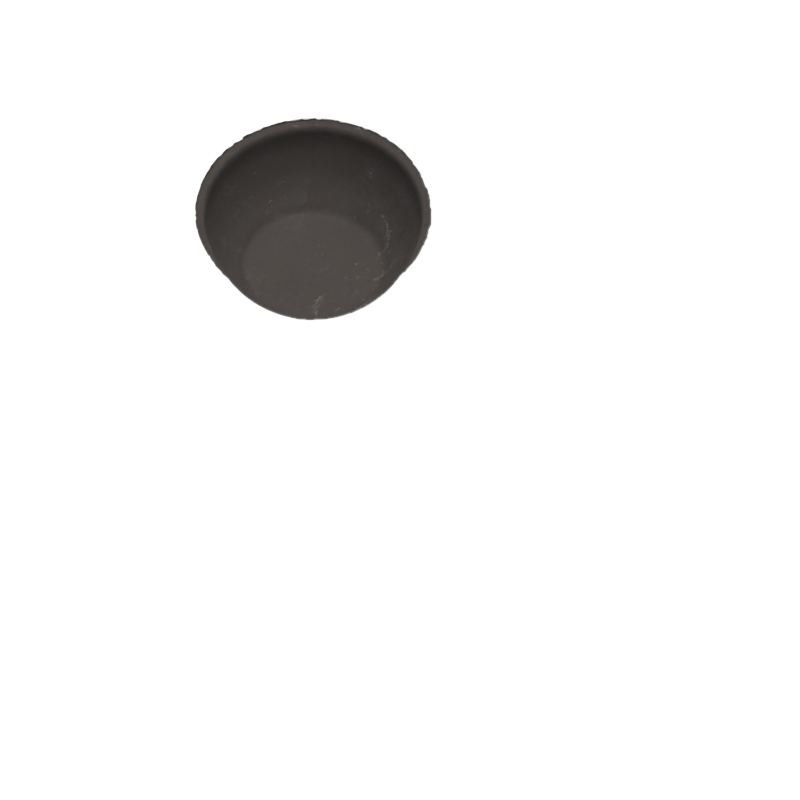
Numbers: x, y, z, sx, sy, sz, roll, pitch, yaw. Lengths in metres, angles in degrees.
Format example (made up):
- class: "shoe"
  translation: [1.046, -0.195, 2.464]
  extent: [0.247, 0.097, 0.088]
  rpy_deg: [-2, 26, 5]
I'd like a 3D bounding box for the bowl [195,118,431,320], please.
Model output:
- class: "bowl"
  translation: [-0.058, -0.106, 0.739]
  extent: [0.162, 0.151, 0.059]
  rpy_deg: [1, 43, -1]
